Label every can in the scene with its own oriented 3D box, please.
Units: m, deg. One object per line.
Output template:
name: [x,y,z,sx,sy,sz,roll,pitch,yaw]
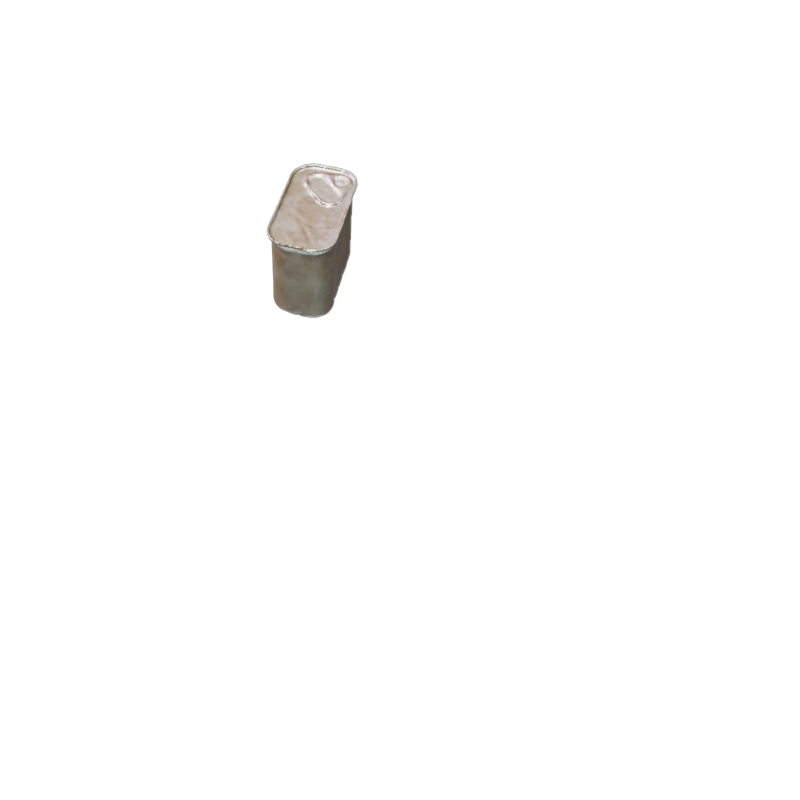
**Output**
can: [-0.072,-0.132,0.923,0.058,0.108,0.078,11,-41,7]
